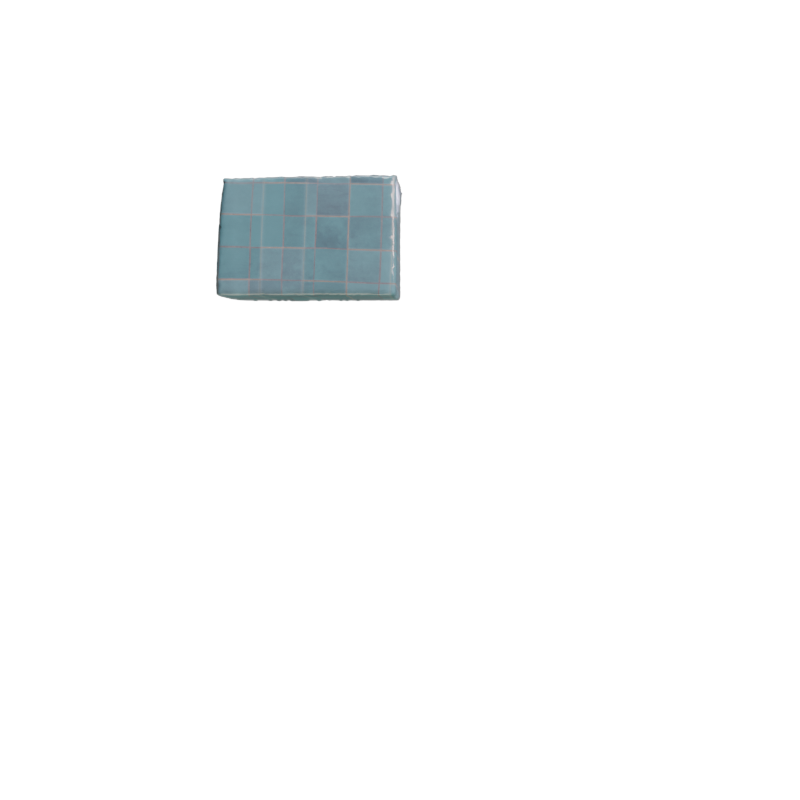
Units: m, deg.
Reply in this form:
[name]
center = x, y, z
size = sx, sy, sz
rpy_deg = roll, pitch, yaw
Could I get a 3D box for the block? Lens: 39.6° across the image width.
[block]
center = -0.039, -0.071, 0.497
size = 0.079, 0.052, 0.052
rpy_deg = 0, -2, 5
